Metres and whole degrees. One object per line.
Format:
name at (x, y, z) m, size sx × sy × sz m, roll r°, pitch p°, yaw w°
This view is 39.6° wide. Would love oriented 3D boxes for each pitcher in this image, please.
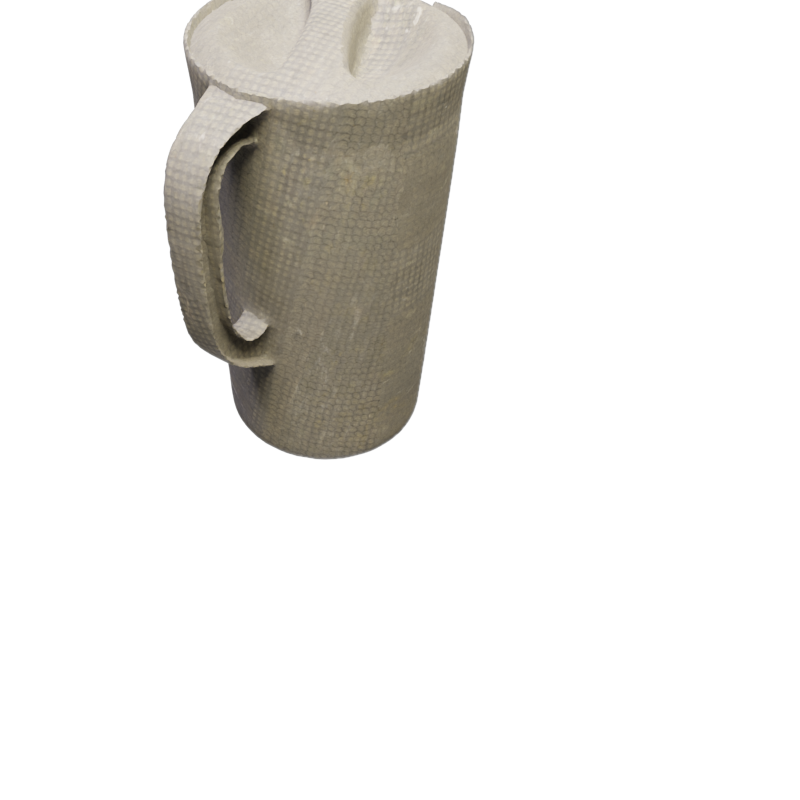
pitcher at (-0.045, -0.081, 0.570) m, size 0.148 × 0.227 × 0.157 m, roll -6°, pitch 41°, yaw -10°
